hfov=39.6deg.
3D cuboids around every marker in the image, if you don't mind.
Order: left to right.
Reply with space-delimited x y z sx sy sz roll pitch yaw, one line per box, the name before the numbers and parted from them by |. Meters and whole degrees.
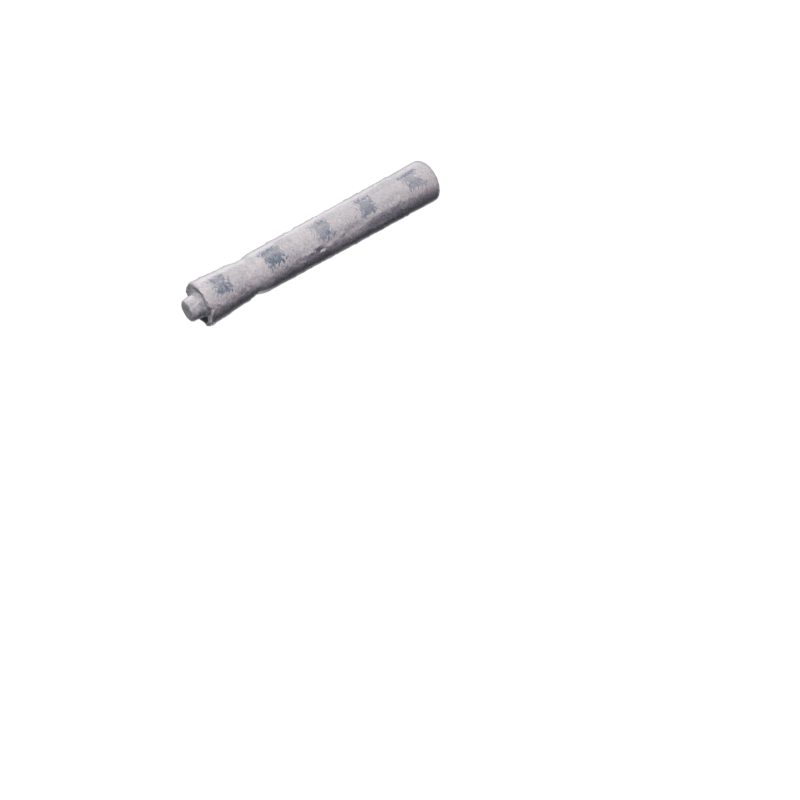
marker | -0.035 -0.063 0.444 0.121 0.019 0.020 -33 19 -25
